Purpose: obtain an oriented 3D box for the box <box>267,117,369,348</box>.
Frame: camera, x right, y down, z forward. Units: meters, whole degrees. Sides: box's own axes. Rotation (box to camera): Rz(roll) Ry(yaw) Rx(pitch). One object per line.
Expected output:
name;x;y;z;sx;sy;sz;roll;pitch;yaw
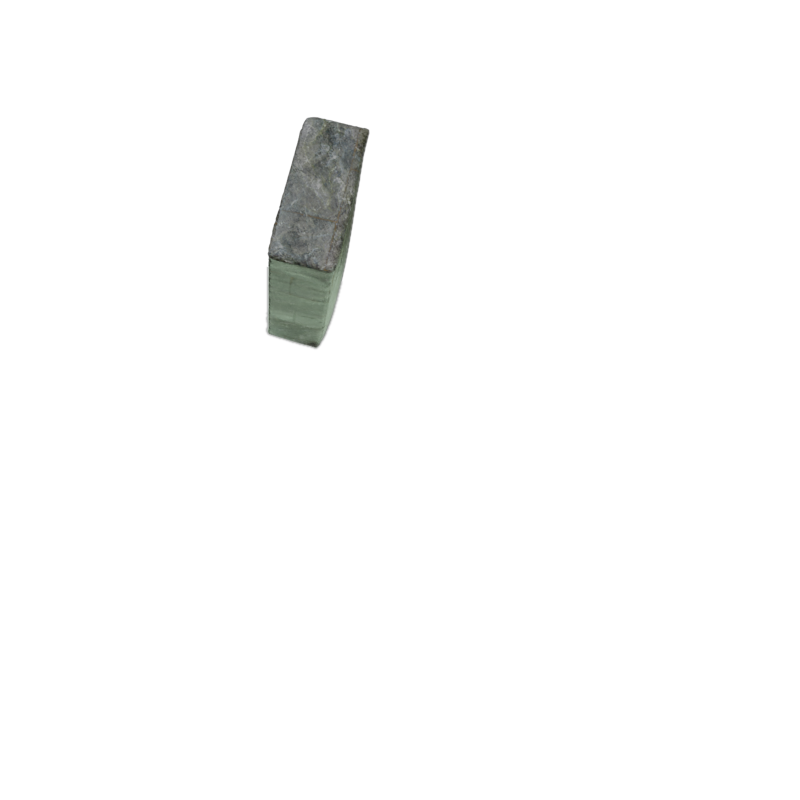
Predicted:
box;-0.056;-0.101;0.709;0.048;0.097;0.170;13;-15;-1
